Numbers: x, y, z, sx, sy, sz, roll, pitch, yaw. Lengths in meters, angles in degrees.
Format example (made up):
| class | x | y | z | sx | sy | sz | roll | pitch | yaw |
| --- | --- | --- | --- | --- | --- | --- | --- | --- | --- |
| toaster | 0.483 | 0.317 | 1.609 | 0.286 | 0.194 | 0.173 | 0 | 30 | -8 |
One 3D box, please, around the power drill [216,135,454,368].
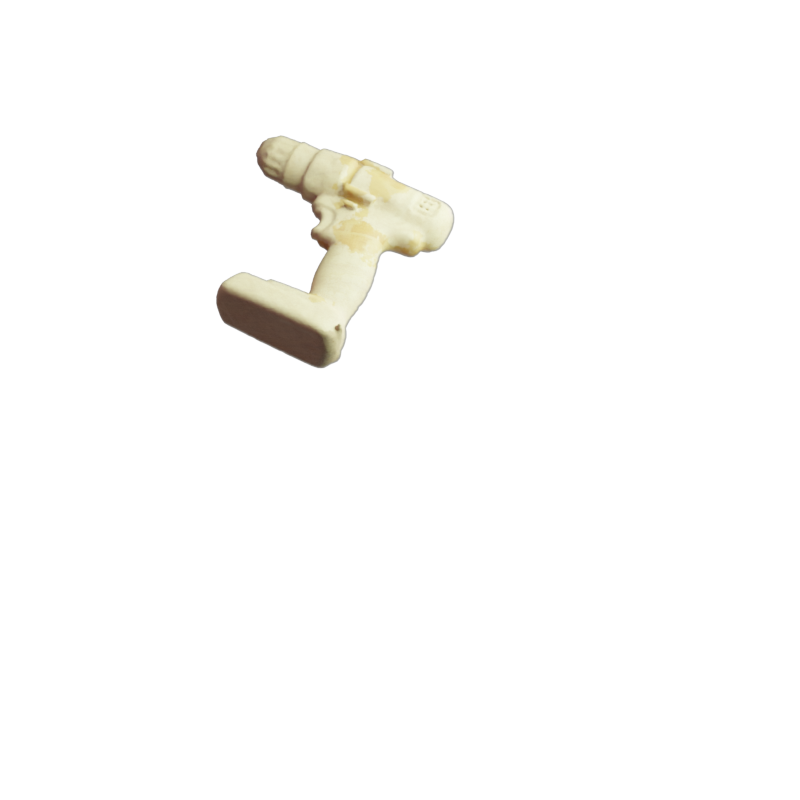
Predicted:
| class | x | y | z | sx | sy | sz | roll | pitch | yaw |
| --- | --- | --- | --- | --- | --- | --- | --- | --- | --- |
| power drill | -0.071 | -0.130 | 0.911 | 0.191 | 0.194 | 0.054 | 23 | -33 | 16 |
